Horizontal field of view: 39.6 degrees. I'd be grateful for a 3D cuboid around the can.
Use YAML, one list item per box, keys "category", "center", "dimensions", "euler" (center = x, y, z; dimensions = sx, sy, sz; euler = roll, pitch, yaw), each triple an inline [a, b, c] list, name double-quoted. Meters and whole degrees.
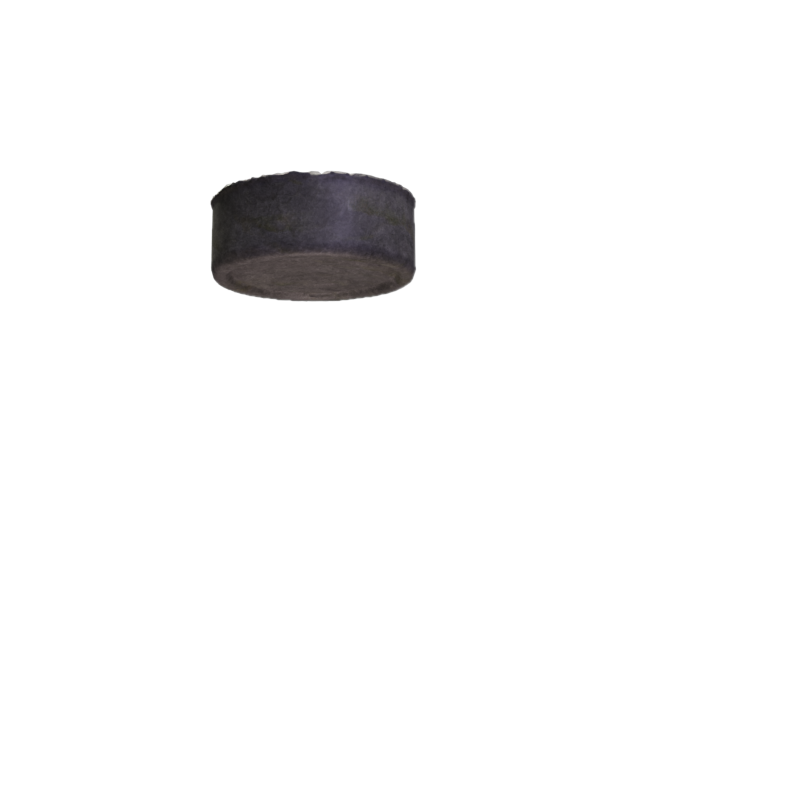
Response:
- category: "can"
  center: [-0.036, -0.066, 0.460]
  dimensions: [0.086, 0.035, 0.084]
  euler: [0, -9, -2]
